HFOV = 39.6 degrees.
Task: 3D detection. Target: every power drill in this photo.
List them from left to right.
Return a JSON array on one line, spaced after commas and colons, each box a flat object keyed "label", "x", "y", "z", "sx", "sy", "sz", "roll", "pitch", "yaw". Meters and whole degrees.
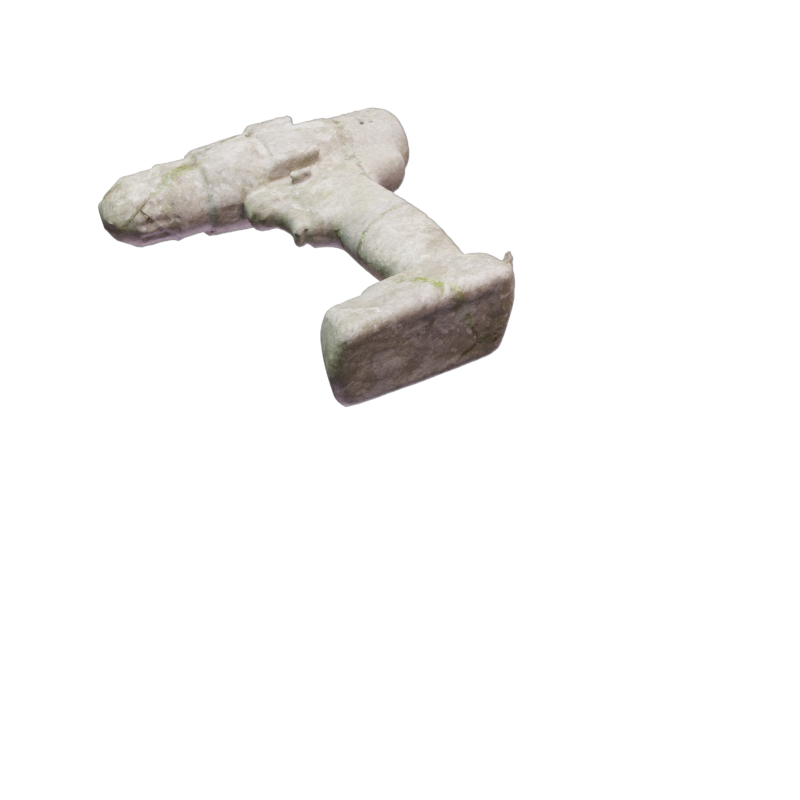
[{"label": "power drill", "x": -0.045, "y": -0.083, "z": 0.580, "sx": 0.183, "sy": 0.053, "sz": 0.203, "roll": -21, "pitch": 48, "yaw": -20}]
